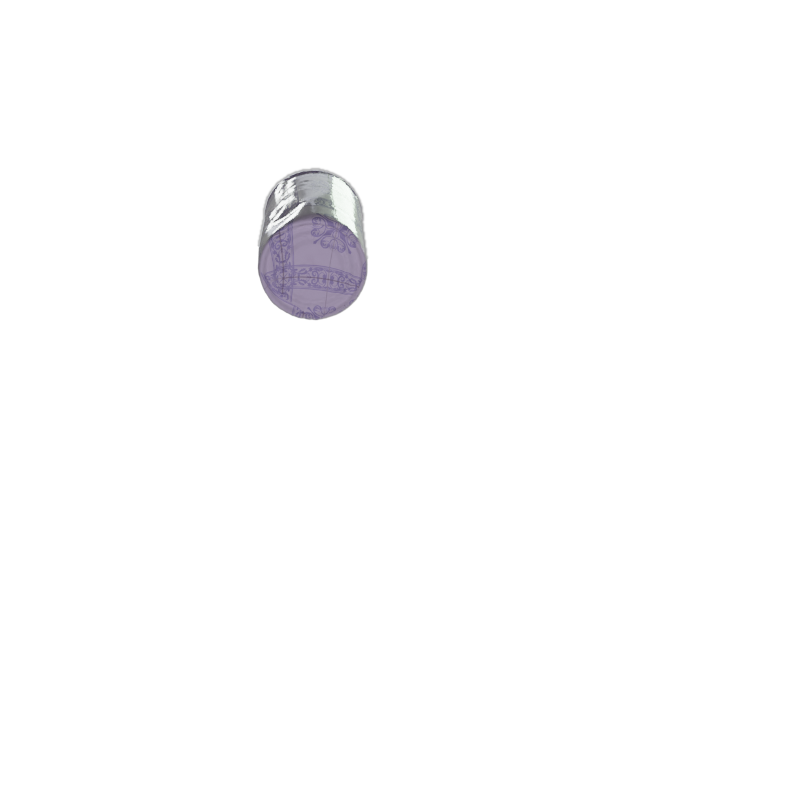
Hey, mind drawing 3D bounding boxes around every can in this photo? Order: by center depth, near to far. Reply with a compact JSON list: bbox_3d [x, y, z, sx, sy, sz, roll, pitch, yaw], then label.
[{"bbox_3d":[-0.056,-0.102,0.711,0.068,0.065,0.108,0,25,-3],"label":"can"}]
